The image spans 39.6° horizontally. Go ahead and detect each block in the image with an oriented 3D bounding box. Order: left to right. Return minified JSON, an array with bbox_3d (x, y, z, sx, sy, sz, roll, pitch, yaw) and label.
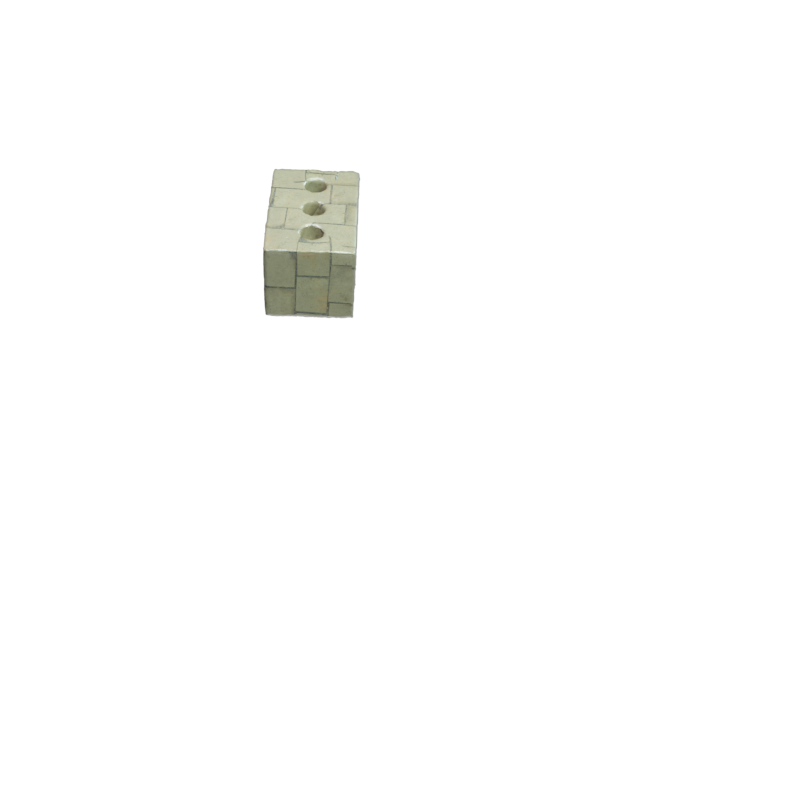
[{"bbox_3d":[-0.051,-0.092,0.645,0.053,0.048,0.083,1,44,-1],"label":"block"}]
